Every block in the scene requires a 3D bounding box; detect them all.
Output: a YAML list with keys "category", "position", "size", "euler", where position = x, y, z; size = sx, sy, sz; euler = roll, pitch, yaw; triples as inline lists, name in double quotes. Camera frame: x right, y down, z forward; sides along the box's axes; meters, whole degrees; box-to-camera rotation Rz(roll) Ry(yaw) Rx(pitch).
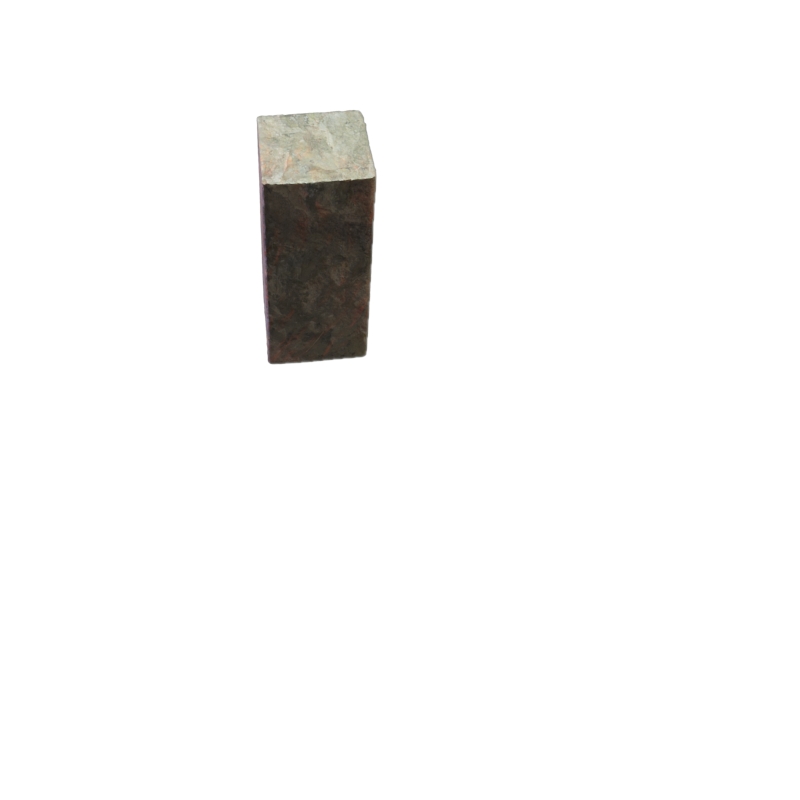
- category: "block"
  position: [-0.073, -0.134, 0.942]
  size: [0.089, 0.098, 0.192]
  euler: [-3, -44, -7]
